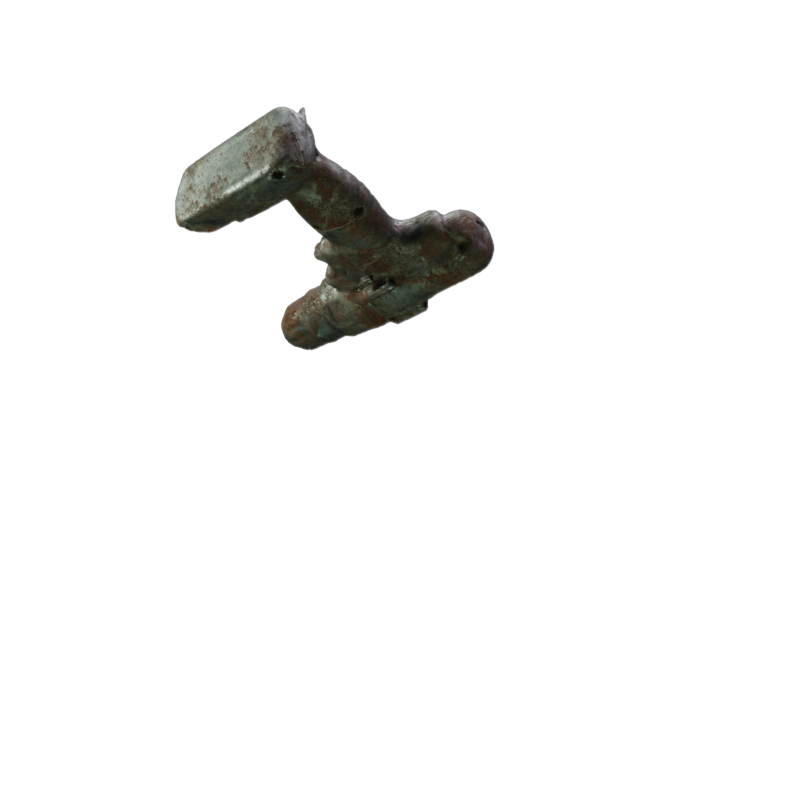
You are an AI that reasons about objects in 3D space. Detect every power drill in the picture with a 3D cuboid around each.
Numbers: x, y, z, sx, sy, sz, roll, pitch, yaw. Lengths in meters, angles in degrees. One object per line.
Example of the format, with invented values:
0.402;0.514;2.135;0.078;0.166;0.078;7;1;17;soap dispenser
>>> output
-0.059;-0.107;0.752;0.184;0.061;0.175;-27;-41;34;power drill
